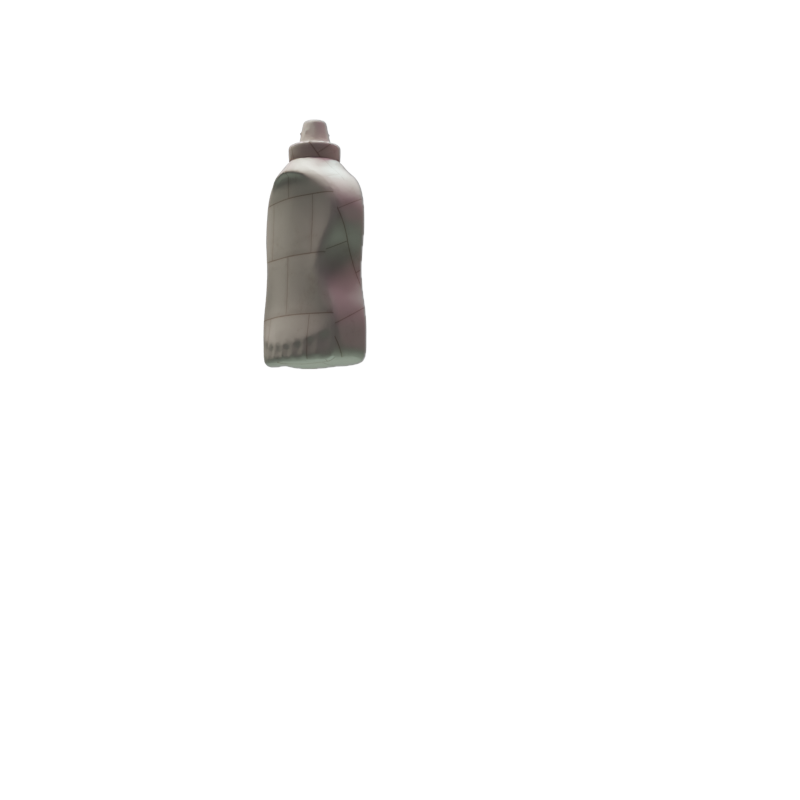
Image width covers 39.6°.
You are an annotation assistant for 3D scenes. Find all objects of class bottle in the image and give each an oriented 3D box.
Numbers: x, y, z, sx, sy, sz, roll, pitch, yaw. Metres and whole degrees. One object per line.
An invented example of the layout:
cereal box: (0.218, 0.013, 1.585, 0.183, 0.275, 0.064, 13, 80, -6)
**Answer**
bottle: (-0.067, -0.122, 0.856, 0.056, 0.196, 0.098, 6, -11, -36)
